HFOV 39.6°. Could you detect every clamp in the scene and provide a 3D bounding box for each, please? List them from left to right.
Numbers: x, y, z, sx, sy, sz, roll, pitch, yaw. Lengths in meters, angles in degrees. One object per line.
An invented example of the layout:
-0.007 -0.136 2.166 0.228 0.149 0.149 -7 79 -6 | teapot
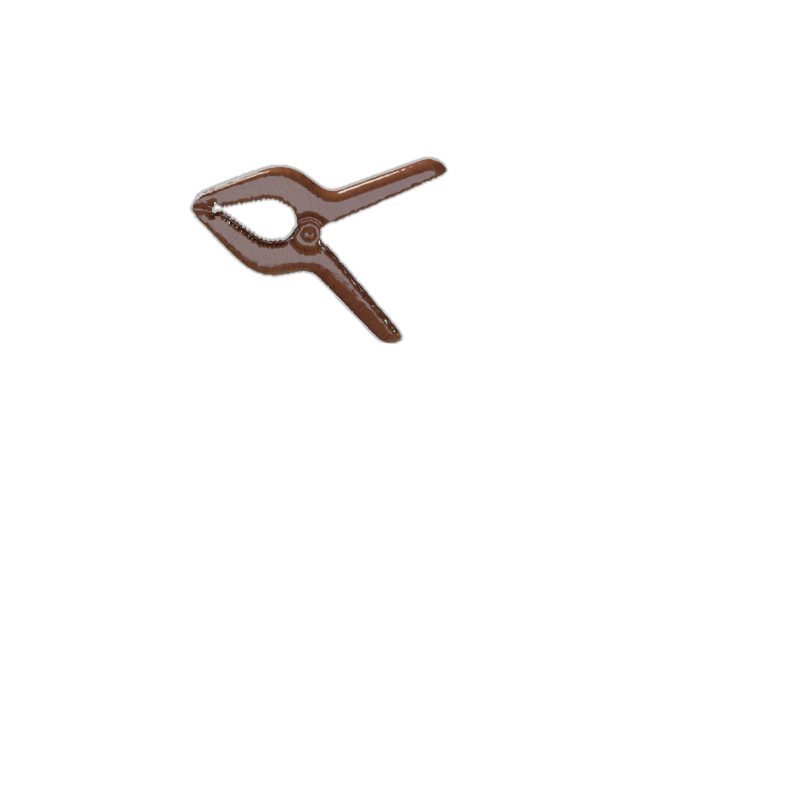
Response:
-0.074 -0.135 0.948 0.209 0.160 0.037 7 12 -2 | clamp
